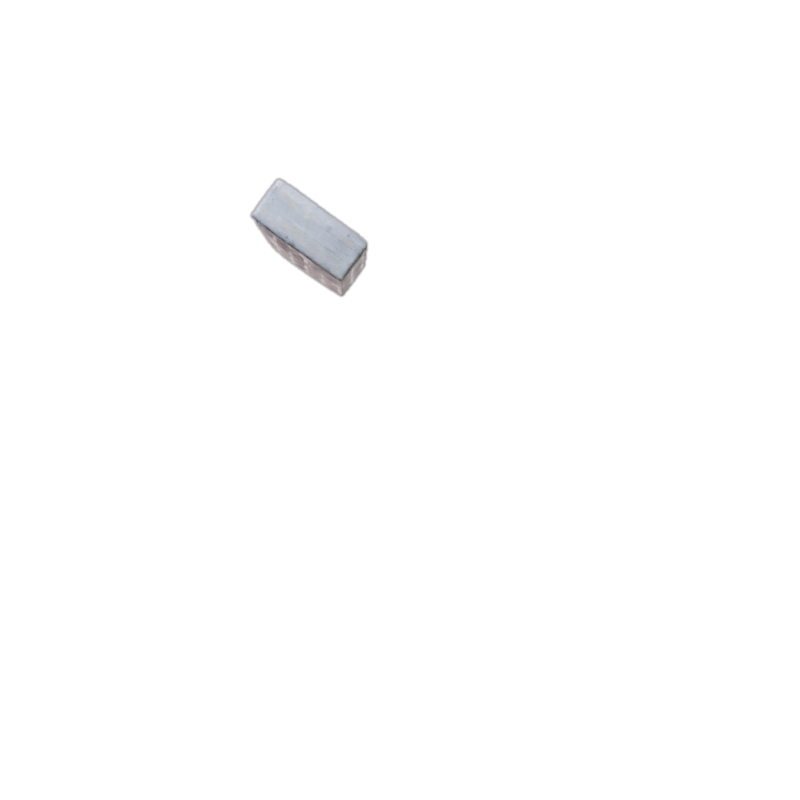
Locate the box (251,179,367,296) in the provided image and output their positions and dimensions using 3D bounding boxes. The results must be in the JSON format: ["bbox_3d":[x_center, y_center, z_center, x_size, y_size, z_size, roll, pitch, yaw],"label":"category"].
[{"bbox_3d":[-0.076,-0.139,0.972,0.094,0.048,0.175,36,-3,-2],"label":"box"}]
